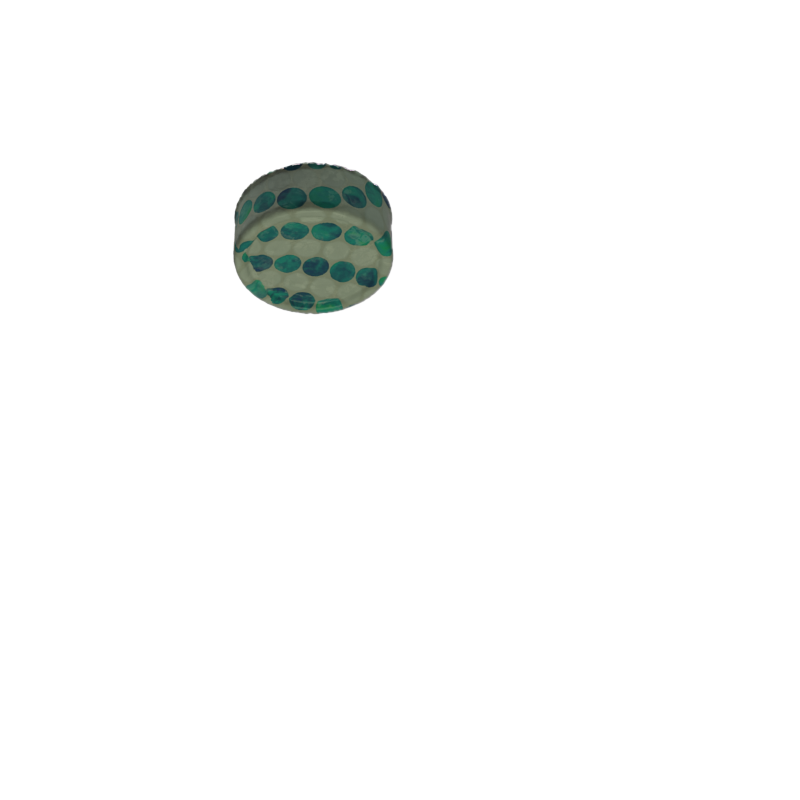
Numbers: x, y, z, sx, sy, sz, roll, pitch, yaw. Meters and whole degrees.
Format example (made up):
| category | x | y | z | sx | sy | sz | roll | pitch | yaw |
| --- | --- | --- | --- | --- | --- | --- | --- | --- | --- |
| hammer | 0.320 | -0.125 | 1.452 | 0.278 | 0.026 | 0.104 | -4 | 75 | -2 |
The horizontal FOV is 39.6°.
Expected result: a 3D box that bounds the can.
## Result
| category | x | y | z | sx | sy | sz | roll | pitch | yaw |
| --- | --- | --- | --- | --- | --- | --- | --- | --- | --- |
| can | -0.046 | -0.084 | 0.591 | 0.086 | 0.036 | 0.080 | 1 | -39 | -2 |
